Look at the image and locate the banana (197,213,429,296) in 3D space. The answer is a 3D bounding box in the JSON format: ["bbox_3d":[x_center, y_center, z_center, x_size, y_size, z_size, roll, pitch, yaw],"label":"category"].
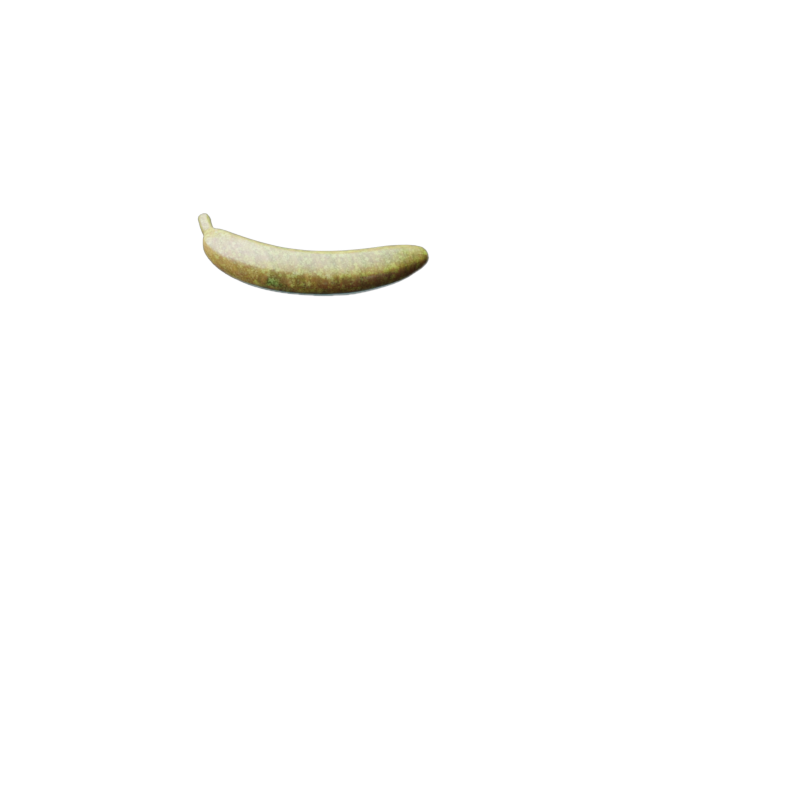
[{"bbox_3d":[-0.078,-0.115,0.900,0.200,0.073,0.034,11,-33,7],"label":"banana"}]
